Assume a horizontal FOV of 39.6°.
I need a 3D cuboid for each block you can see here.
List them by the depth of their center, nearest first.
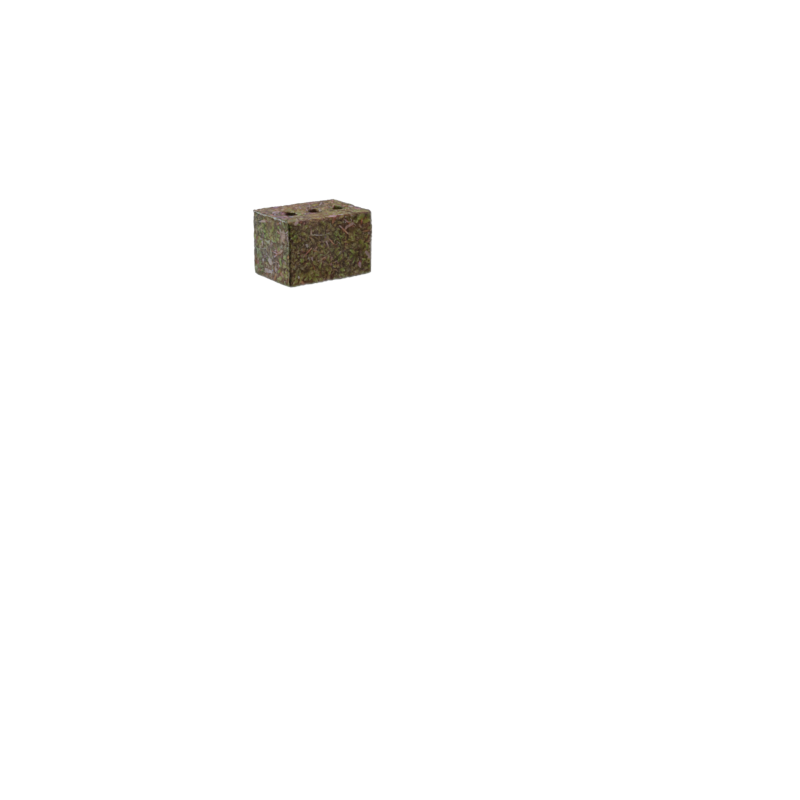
[{"bbox_3d":[-0.067,-0.121,0.851,0.076,0.049,0.056,-13,22,-34],"label":"block"}]
